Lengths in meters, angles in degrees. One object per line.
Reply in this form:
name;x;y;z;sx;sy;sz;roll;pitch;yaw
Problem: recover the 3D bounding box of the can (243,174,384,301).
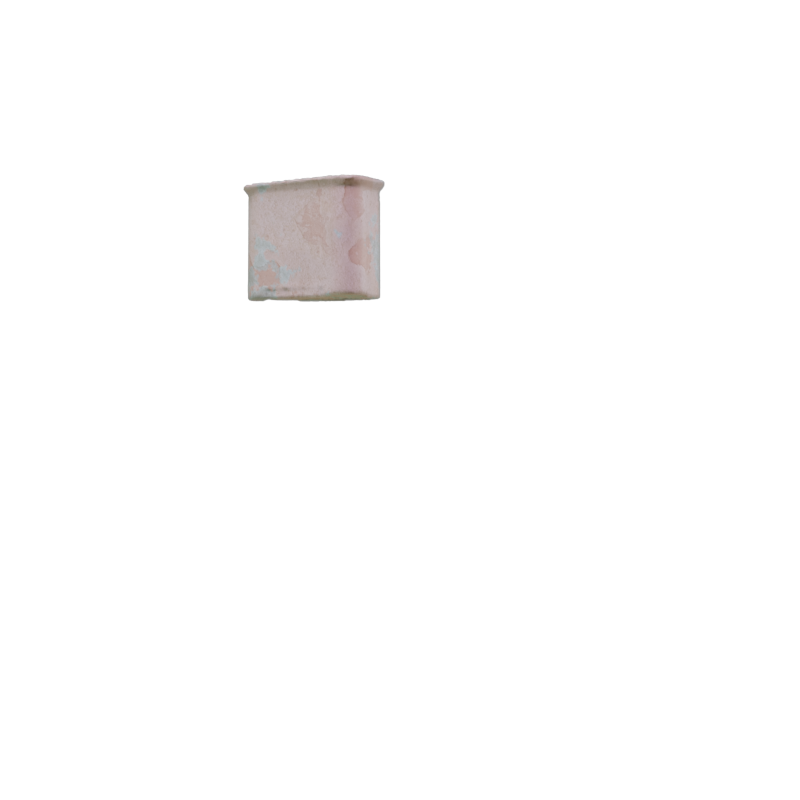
can;-0.062;-0.114;0.795;0.105;0.085;0.055;-1;-3;31
